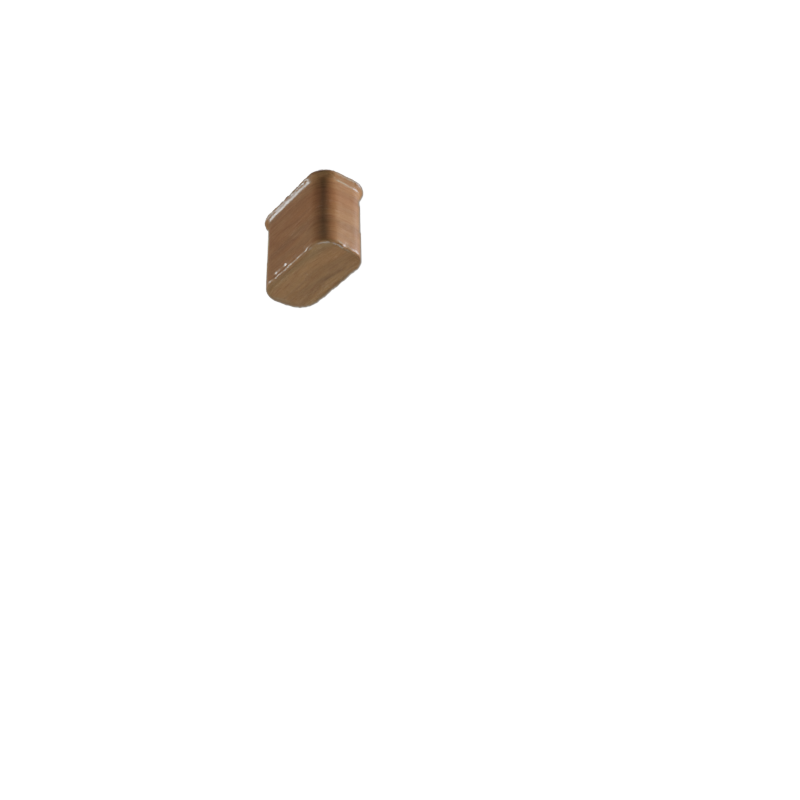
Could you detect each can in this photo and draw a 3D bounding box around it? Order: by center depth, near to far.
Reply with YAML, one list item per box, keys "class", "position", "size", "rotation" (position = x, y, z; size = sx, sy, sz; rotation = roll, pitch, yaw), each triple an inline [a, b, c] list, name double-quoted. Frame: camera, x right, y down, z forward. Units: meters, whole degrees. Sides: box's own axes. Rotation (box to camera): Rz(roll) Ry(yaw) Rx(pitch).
- class: "can"
  position: [-0.078, -0.142, 0.995]
  size: [0.054, 0.090, 0.100]
  rotation: [25, -44, -31]
